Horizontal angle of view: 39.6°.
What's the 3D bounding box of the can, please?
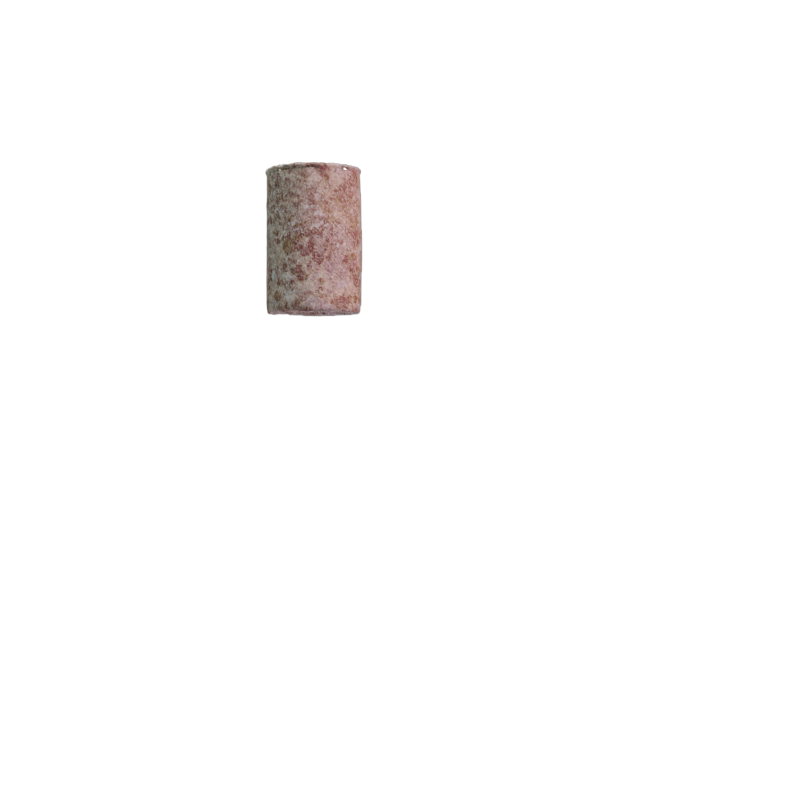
[{"bbox_3d":[-0.061,-0.112,0.781,0.068,0.104,0.068,0,-4,-2],"label":"can"}]
